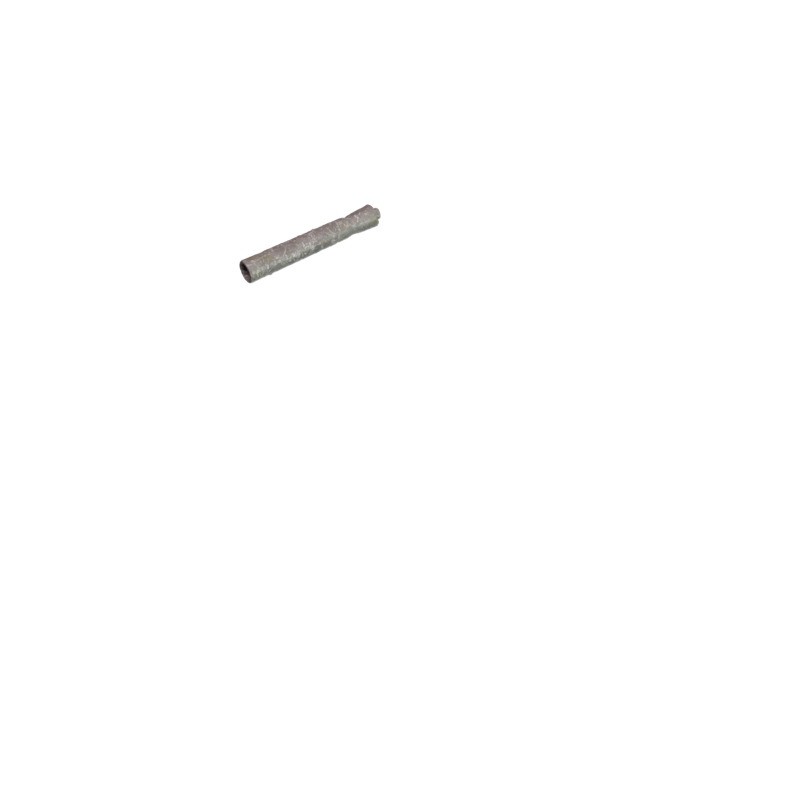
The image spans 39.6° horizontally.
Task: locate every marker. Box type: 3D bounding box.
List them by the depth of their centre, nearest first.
[{"bbox_3d":[-0.067,-0.121,0.850,0.120,0.019,0.020,-28,15,-22],"label":"marker"}]
